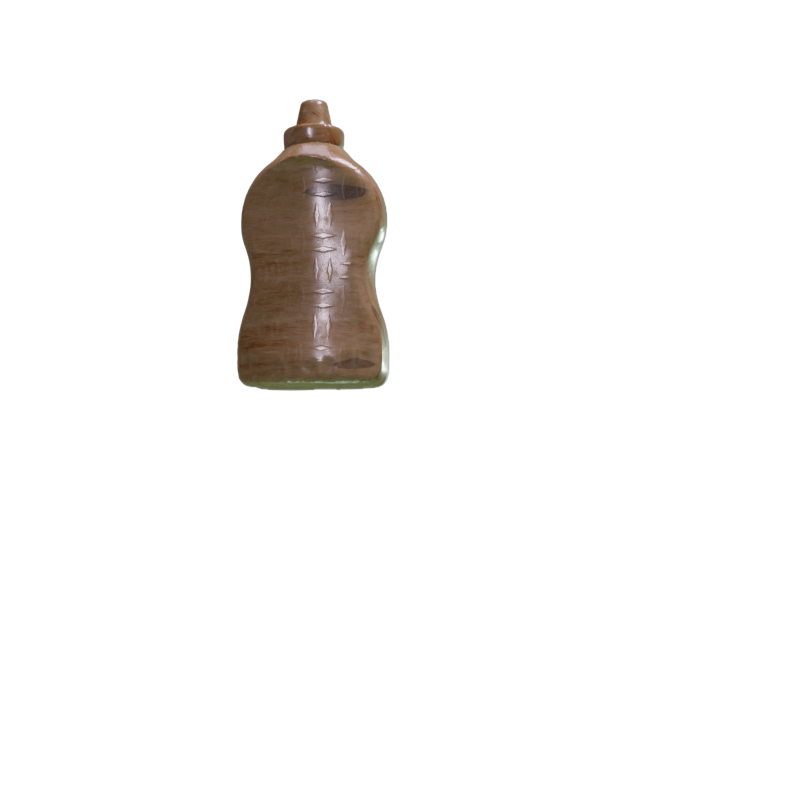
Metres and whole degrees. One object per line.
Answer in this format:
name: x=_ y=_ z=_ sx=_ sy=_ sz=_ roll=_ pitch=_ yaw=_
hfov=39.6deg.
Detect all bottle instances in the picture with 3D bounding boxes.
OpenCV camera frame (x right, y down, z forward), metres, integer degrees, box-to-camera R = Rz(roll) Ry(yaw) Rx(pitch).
bottle: x=-0.057 y=-0.104 z=0.729 sx=0.098 sy=0.197 sz=0.056 roll=-3 pitch=-11 yaw=15
